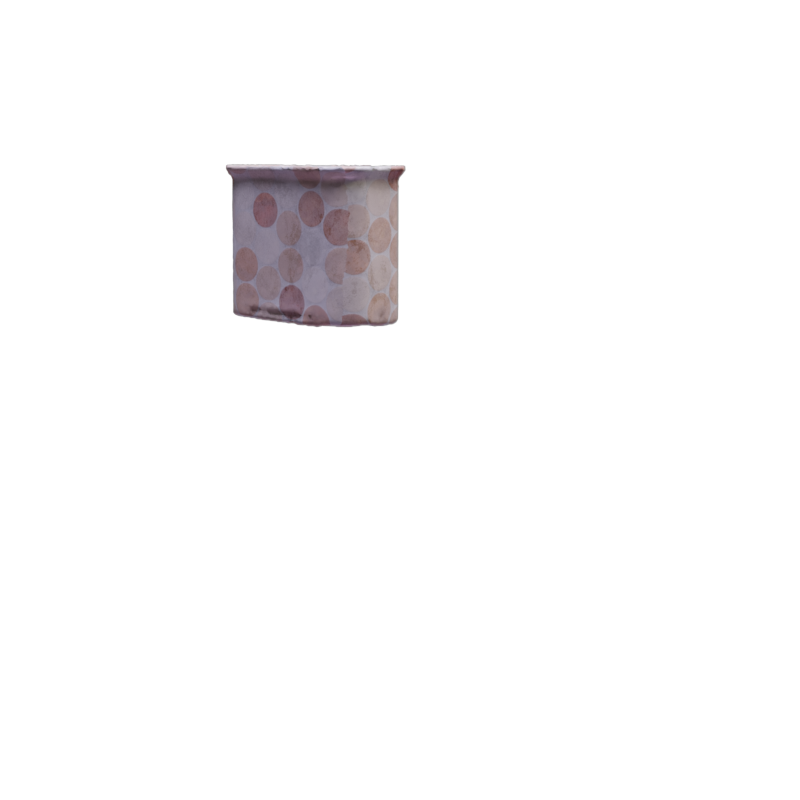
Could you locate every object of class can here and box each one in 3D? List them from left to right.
[{"bbox_3d":[-0.047,-0.086,0.602,0.107,0.083,0.056,8,11,41],"label":"can"}]
